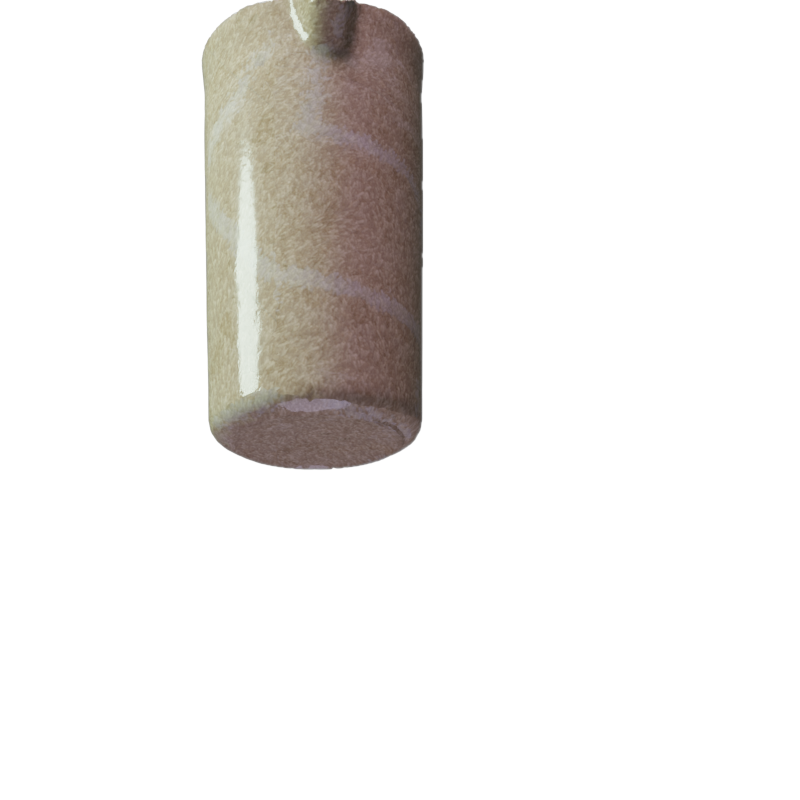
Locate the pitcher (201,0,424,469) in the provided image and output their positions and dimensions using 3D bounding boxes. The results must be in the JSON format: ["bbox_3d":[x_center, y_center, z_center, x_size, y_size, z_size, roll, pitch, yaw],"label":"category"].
[{"bbox_3d":[-0.049,-0.089,0.622,0.147,0.257,0.139,-19,-30,31],"label":"pitcher"}]
